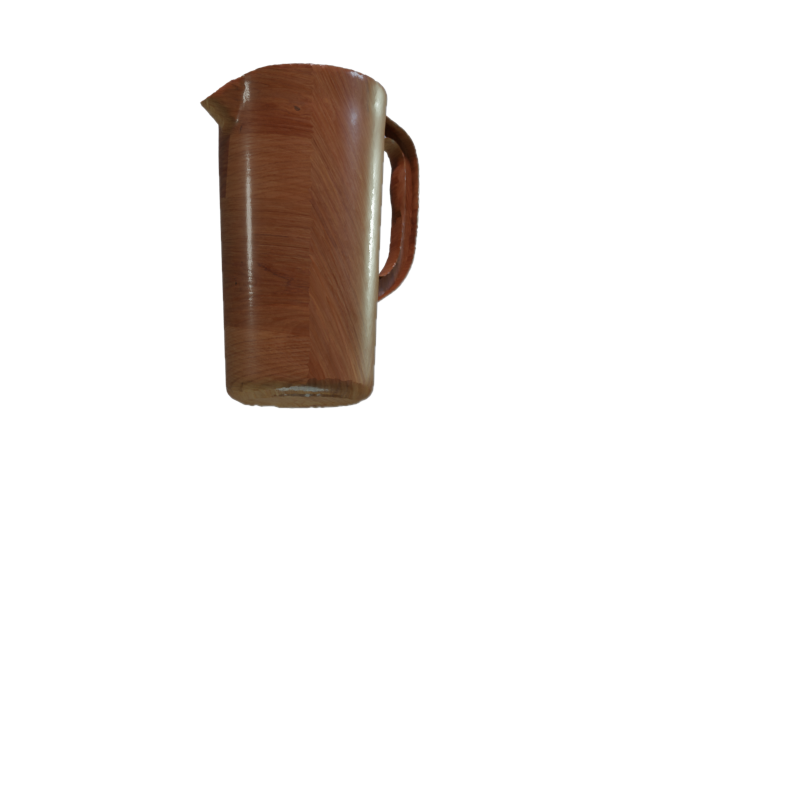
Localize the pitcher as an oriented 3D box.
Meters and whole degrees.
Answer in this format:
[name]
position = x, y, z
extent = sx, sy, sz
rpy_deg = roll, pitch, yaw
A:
[pitcher]
position = -0.065, -0.119, 0.836
extent = 0.151, 0.251, 0.139
rpy_deg = -3, -12, 10
